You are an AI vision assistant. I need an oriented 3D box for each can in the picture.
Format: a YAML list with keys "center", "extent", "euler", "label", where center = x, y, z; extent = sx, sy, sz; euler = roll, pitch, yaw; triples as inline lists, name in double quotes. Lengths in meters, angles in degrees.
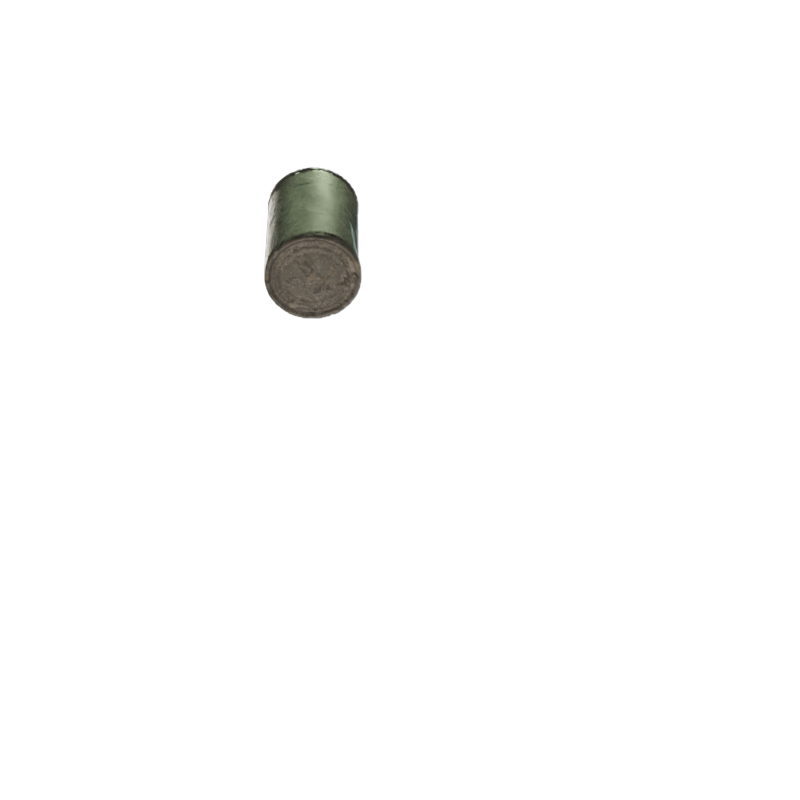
- center: [-0.061, -0.112, 0.785]
  extent: [0.068, 0.064, 0.109]
  euler: [-1, 35, -3]
  label: "can"
